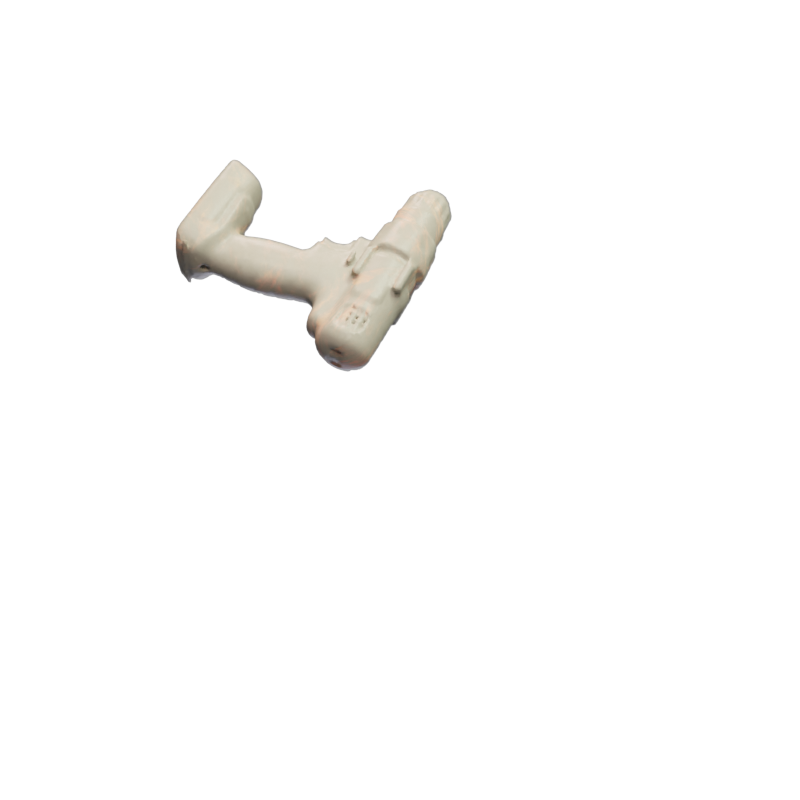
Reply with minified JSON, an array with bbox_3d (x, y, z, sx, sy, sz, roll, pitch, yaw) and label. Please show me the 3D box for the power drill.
[{"bbox_3d":[-0.069,-0.127,0.886,0.194,0.191,0.053,21,-36,16],"label":"power drill"}]
